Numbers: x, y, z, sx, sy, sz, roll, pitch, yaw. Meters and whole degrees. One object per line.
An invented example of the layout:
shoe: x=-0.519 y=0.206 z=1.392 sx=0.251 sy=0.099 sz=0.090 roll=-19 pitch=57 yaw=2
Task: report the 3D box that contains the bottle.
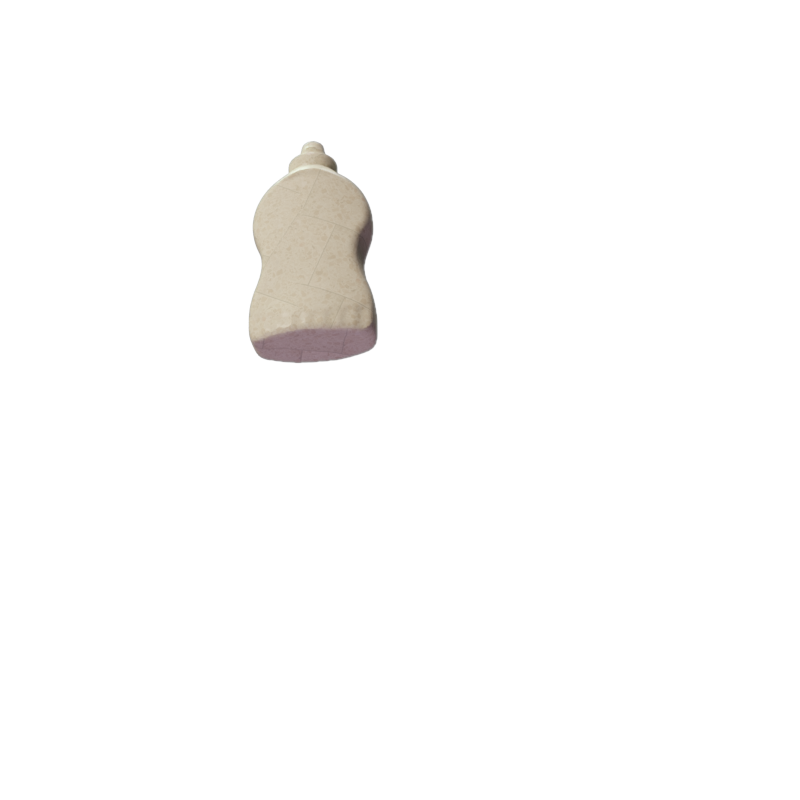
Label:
bottle: x=-0.069 y=-0.126 z=0.883 sx=0.097 sy=0.205 sz=0.054 roll=-7 pitch=-32 yaw=7
